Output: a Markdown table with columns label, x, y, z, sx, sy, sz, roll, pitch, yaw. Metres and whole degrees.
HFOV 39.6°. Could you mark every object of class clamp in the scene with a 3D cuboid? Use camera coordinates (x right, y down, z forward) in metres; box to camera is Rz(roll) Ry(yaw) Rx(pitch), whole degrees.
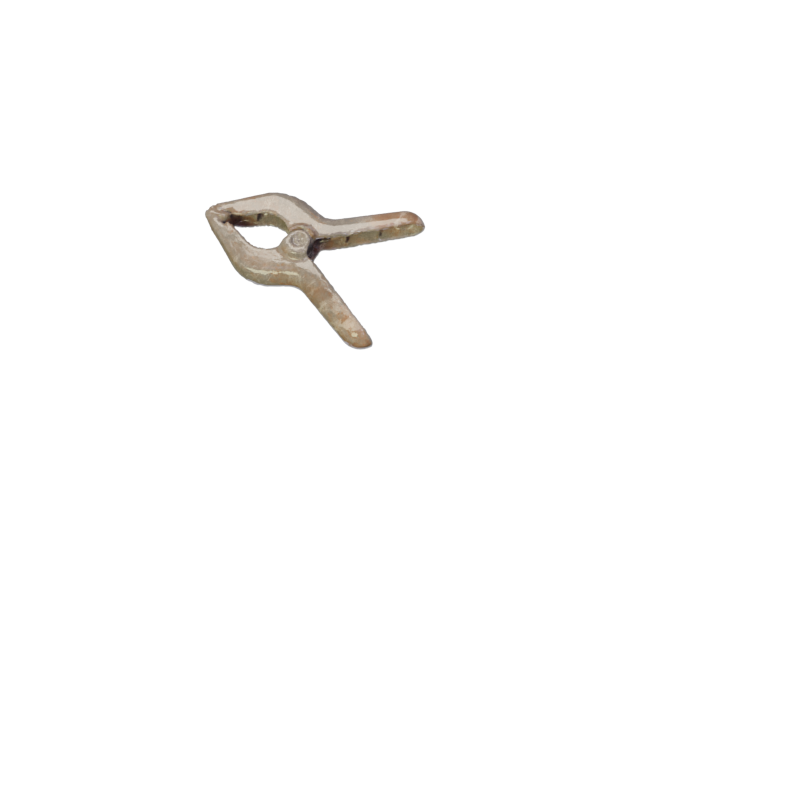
| label | x | y | z | sx | sy | sz | roll | pitch | yaw |
| --- | --- | --- | --- | --- | --- | --- | --- | --- | --- |
| clamp | -0.069 | -0.125 | 0.878 | 0.178 | 0.123 | 0.037 | 29 | -25 | 15 |
